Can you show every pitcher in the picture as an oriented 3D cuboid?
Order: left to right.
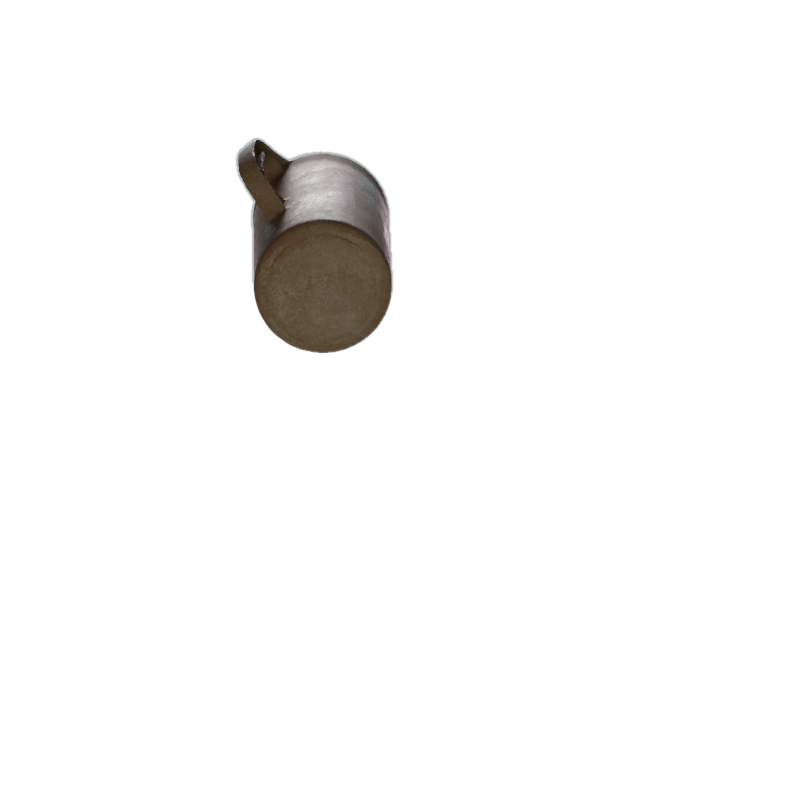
[{"bbox_3d":[-0.075,-0.138,0.964,0.148,0.140,0.253,5,20,-5],"label":"pitcher"}]
